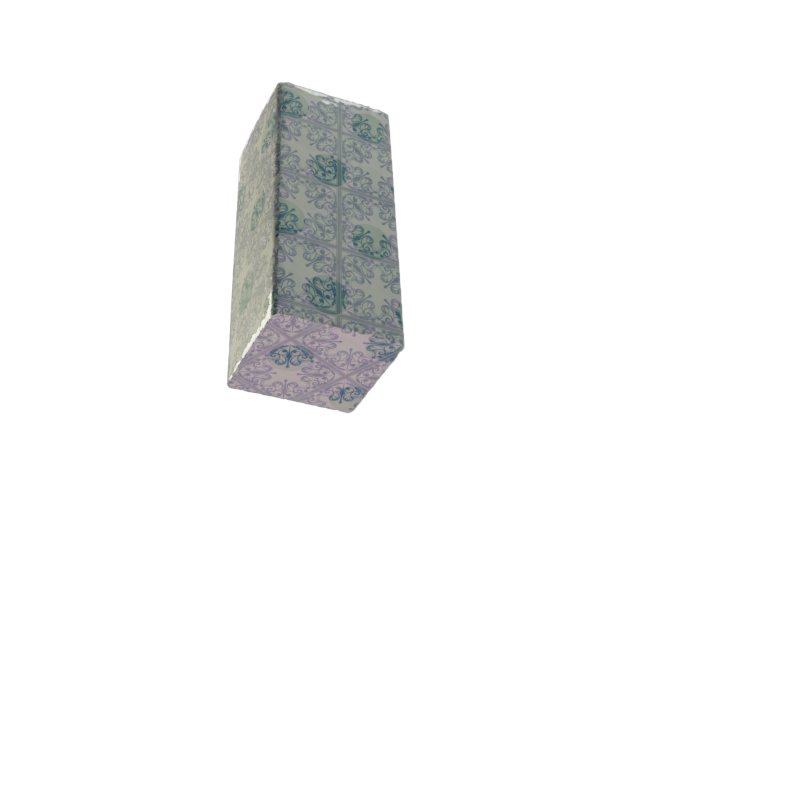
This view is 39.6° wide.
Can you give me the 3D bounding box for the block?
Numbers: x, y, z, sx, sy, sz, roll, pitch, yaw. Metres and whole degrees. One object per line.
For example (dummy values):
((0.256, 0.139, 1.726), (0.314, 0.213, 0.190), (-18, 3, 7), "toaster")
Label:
((-0.060, -0.110, 0.765), (0.088, 0.221, 0.087), (13, -40, -20), "block")
